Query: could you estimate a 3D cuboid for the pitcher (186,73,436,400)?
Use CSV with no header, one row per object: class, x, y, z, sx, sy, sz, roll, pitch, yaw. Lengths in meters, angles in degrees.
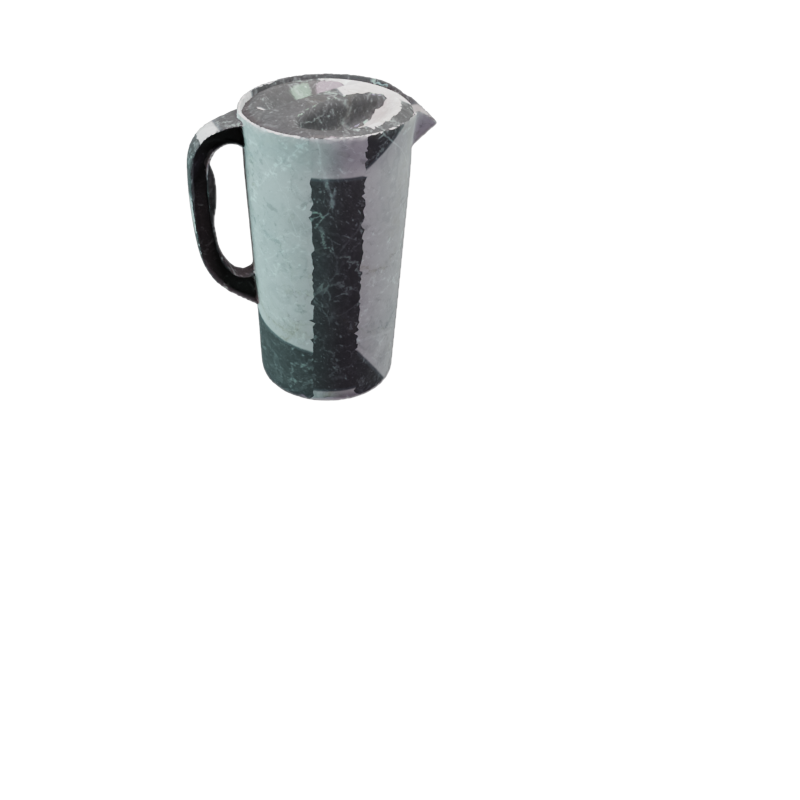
pitcher,-0.068,-0.124,0.868,0.156,0.229,0.147,18,34,25
